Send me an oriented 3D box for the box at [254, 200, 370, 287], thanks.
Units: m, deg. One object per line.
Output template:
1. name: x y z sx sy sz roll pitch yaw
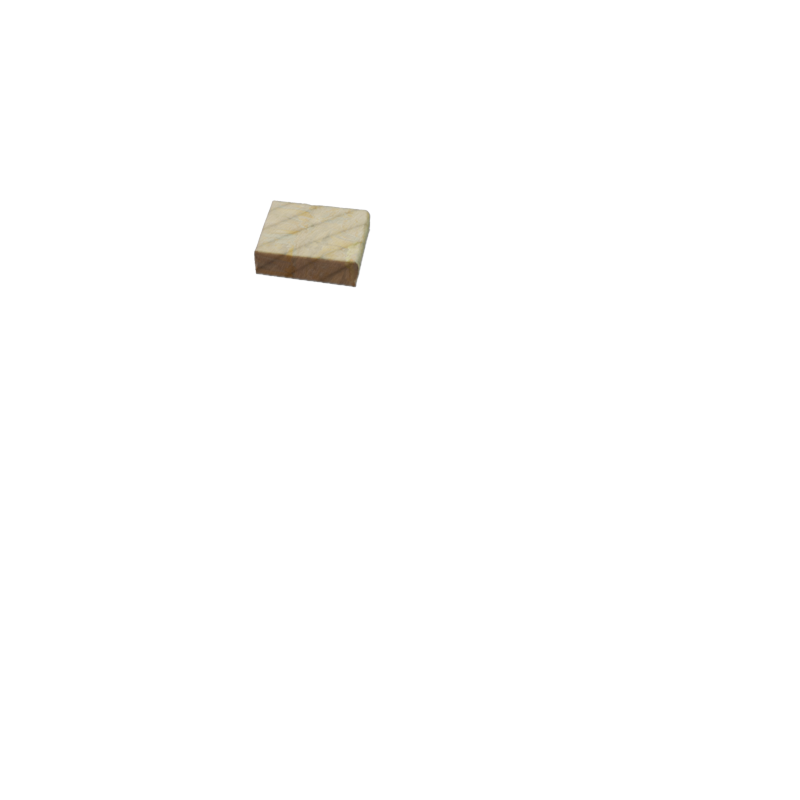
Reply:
1. box: -0.074 -0.136 0.952 0.090 0.028 0.077 6 44 6
